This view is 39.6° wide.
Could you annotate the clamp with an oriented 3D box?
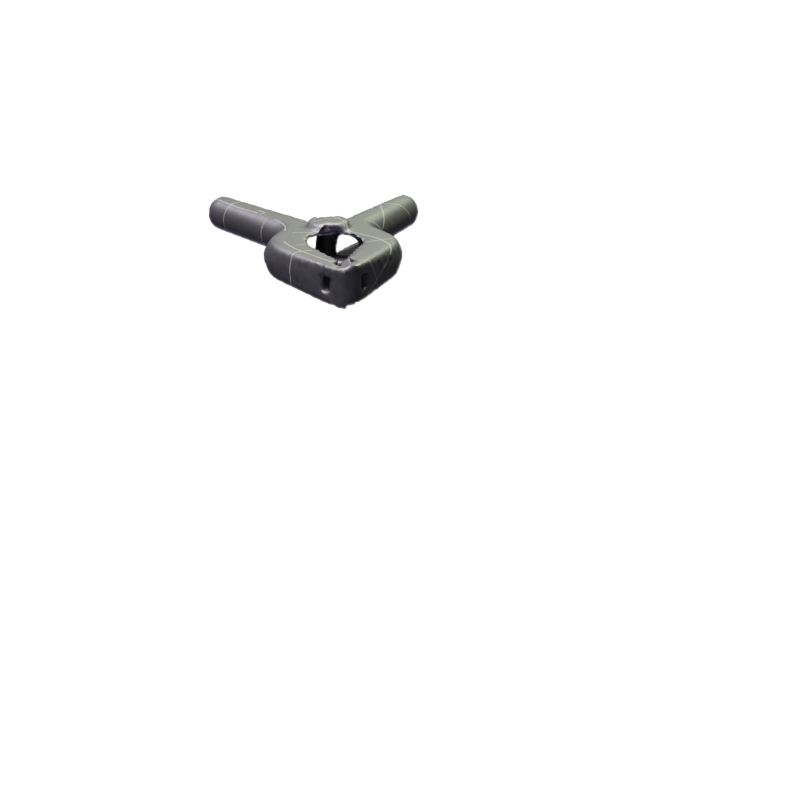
[{"bbox_3d":[-0.062,-0.114,0.795,0.164,0.035,0.220,-1,23,-2],"label":"clamp"}]
